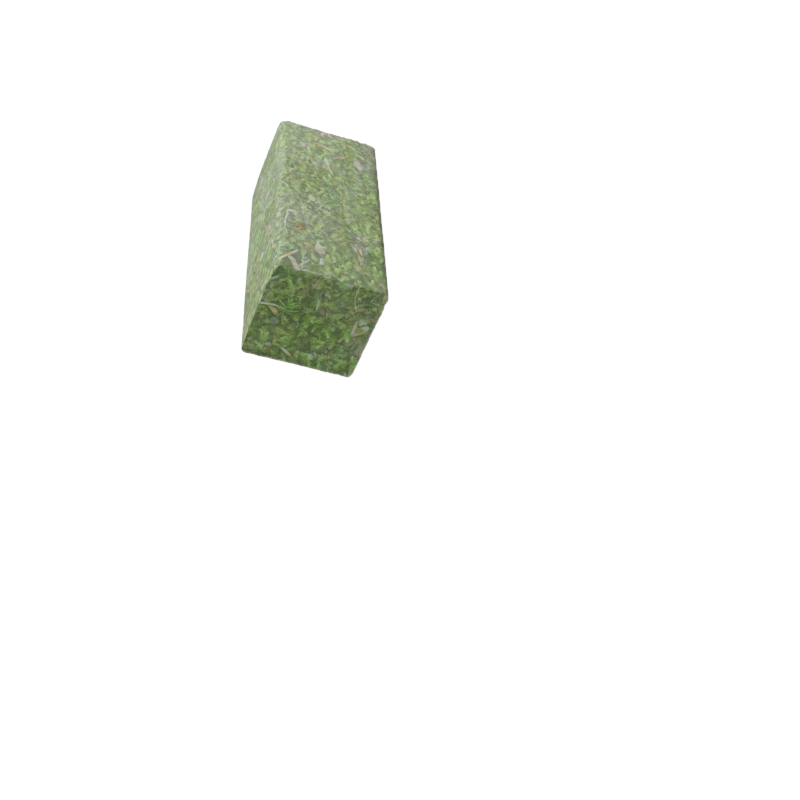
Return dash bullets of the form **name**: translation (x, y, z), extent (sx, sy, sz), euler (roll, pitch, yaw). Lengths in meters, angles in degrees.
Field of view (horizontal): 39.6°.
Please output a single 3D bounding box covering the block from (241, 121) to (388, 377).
- **block**: translation (-0.071, -0.130, 0.905), extent (0.088, 0.086, 0.221), euler (14, 38, -15)
